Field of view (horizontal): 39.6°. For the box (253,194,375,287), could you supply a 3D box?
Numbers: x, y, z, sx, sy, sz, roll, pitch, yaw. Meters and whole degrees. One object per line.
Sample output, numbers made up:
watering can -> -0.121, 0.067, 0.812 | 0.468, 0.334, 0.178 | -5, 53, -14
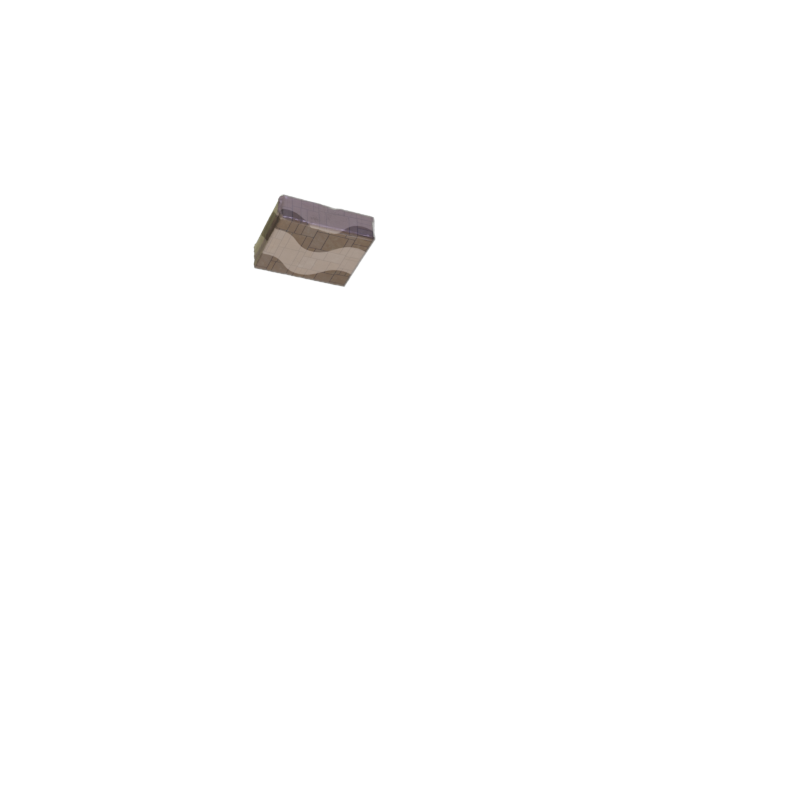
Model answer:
box -> -0.076, -0.138, 0.969 | 0.087, 0.032, 0.070 | 12, -37, -17
